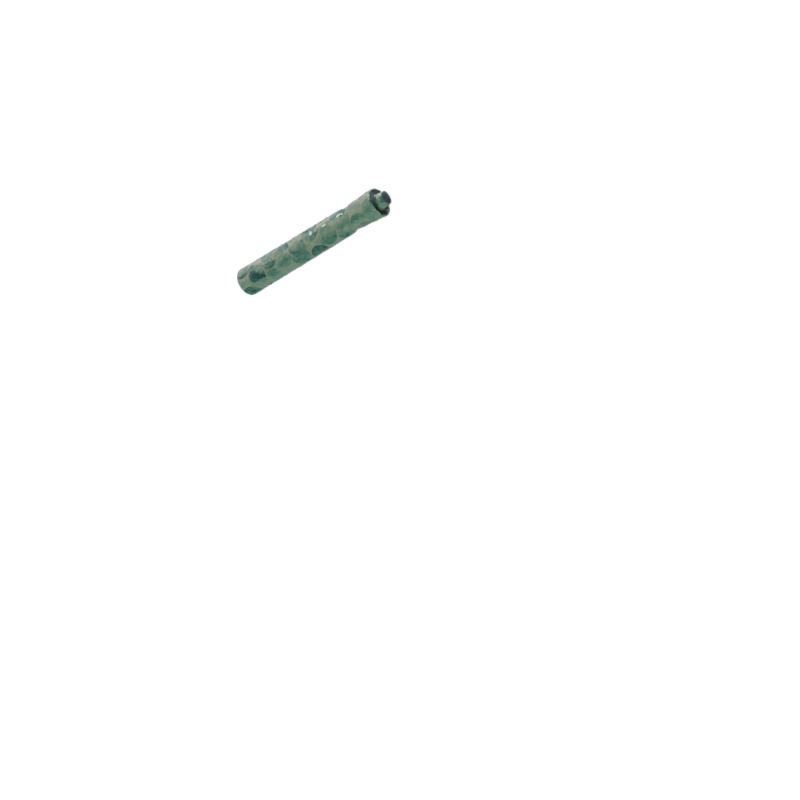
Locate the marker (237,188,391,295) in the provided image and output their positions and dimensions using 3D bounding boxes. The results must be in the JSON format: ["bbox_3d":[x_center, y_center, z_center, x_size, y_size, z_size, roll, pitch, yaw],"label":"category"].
[{"bbox_3d":[-0.054,-0.098,0.684,0.121,0.020,0.019,-25,-12,33],"label":"marker"}]
